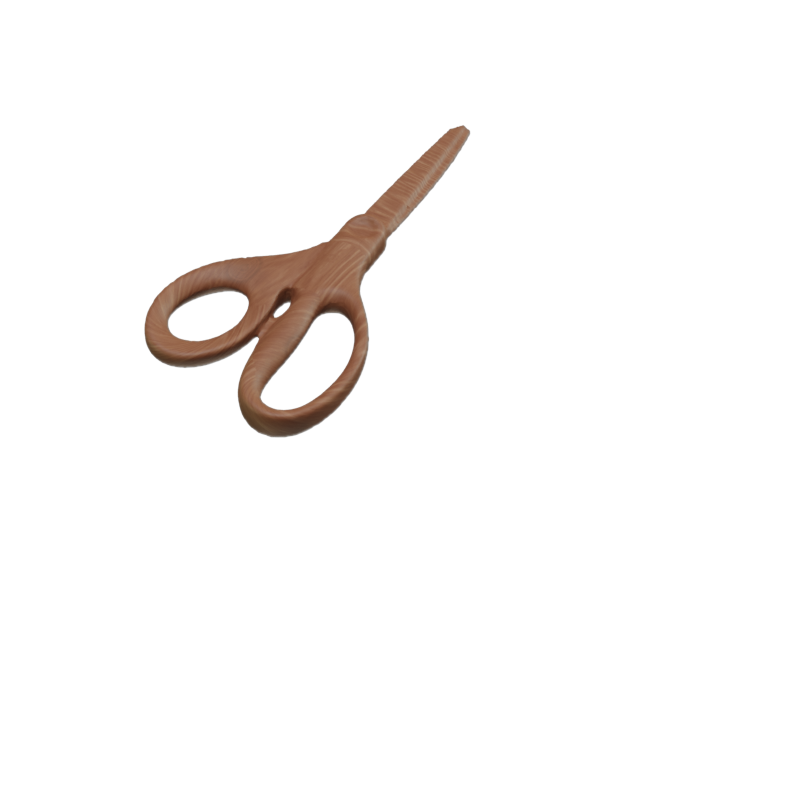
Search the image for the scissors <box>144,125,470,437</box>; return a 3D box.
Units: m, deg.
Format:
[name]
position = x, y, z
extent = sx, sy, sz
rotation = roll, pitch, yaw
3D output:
[scissors]
position = -0.037, -0.067, 0.466
extent = 0.098, 0.015, 0.212
rotation = 10, 46, 10
